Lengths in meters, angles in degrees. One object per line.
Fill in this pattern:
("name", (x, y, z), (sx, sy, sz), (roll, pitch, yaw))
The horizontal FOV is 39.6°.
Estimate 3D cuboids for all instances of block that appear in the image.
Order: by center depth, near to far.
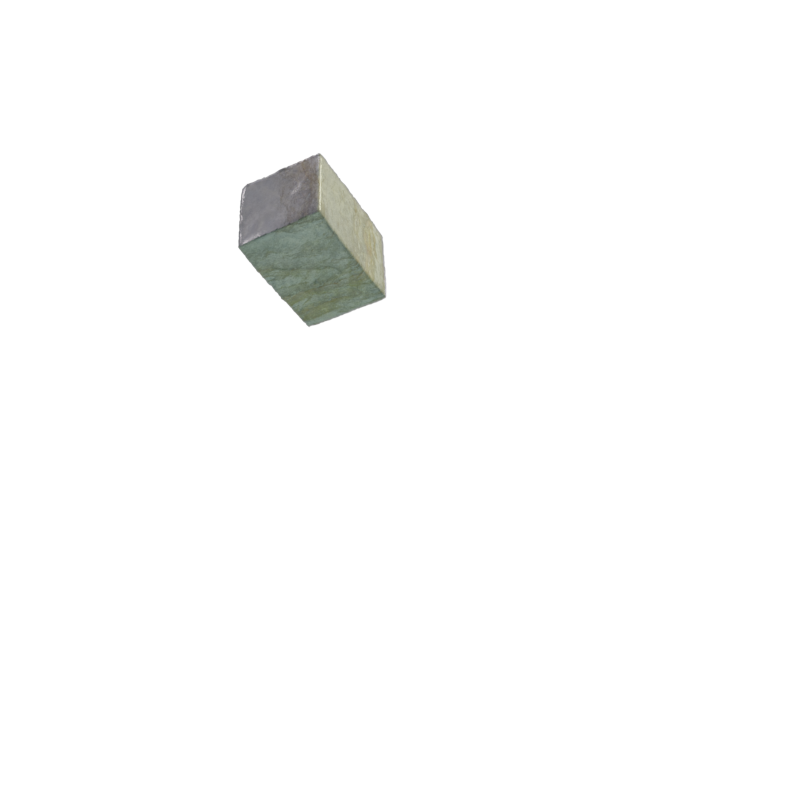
("block", (-0.049, -0.089, 0.621), (0.053, 0.055, 0.072), (-21, -45, 20))
